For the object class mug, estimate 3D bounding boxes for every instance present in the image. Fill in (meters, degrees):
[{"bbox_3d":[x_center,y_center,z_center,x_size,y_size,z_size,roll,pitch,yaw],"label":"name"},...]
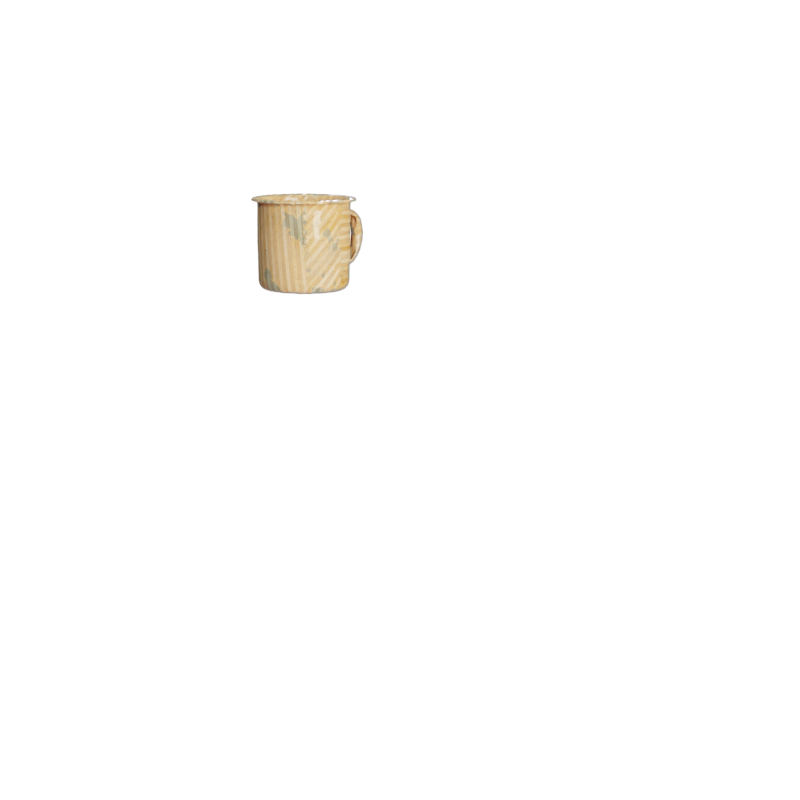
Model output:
[{"bbox_3d":[-0.078,-0.142,0.996,0.098,0.080,0.114,10,16,40],"label":"mug"}]
